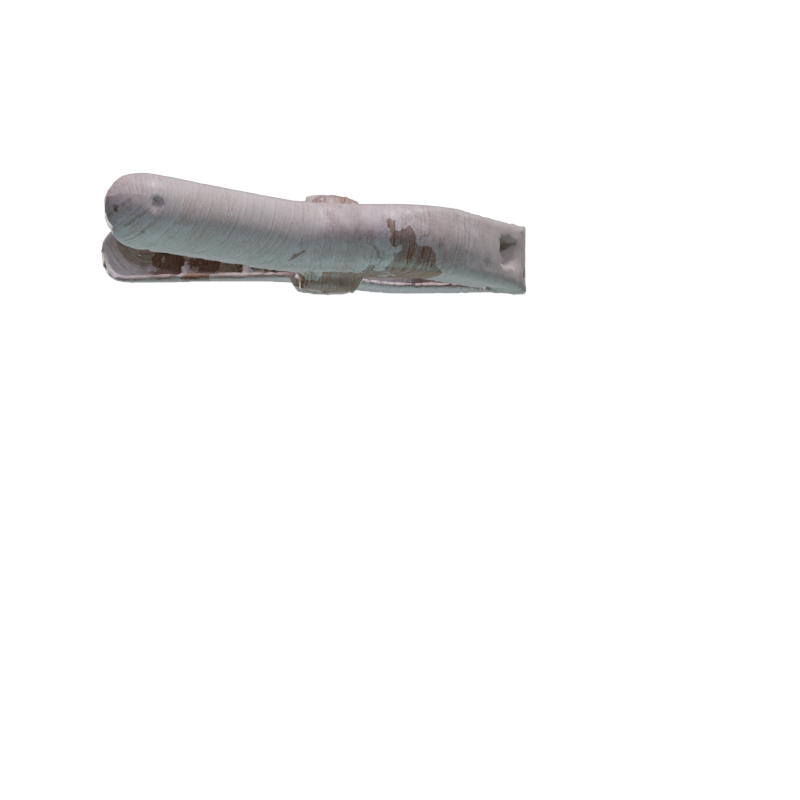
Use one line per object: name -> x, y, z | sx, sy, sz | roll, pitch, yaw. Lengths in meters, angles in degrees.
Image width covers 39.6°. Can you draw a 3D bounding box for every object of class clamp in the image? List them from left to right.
clamp -> -0.032, -0.059, 0.413 | 0.171, 0.039, 0.121 | 0, 4, -4
